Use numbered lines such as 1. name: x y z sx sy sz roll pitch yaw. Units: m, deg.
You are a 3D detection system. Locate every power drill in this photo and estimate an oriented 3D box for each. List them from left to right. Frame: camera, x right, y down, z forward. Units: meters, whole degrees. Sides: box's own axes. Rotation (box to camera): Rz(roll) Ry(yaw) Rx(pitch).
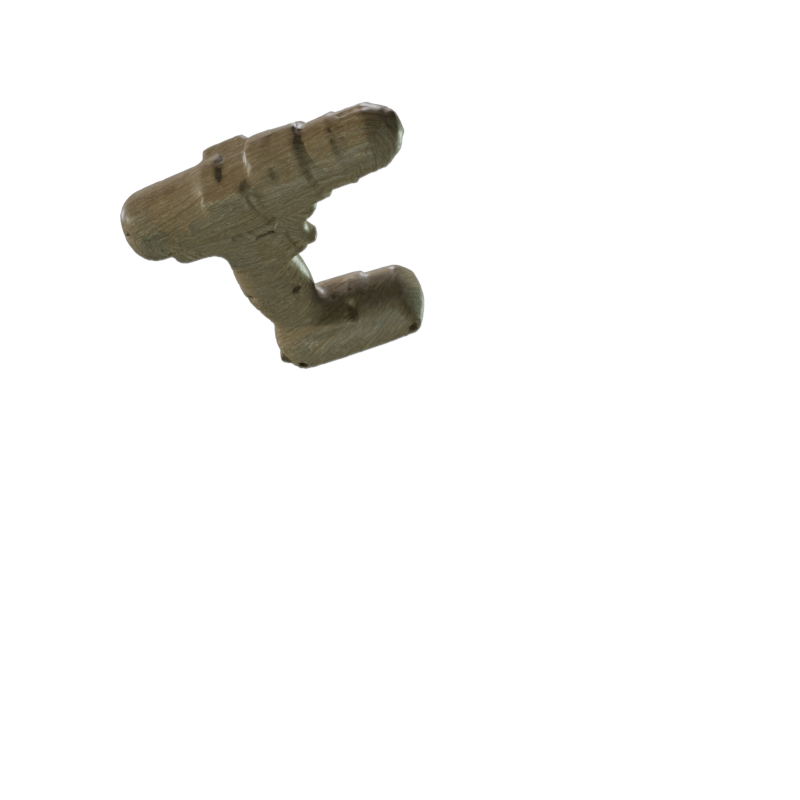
1. power drill: -0.055 -0.101 0.705 0.186 0.061 0.173 -16 -38 21
